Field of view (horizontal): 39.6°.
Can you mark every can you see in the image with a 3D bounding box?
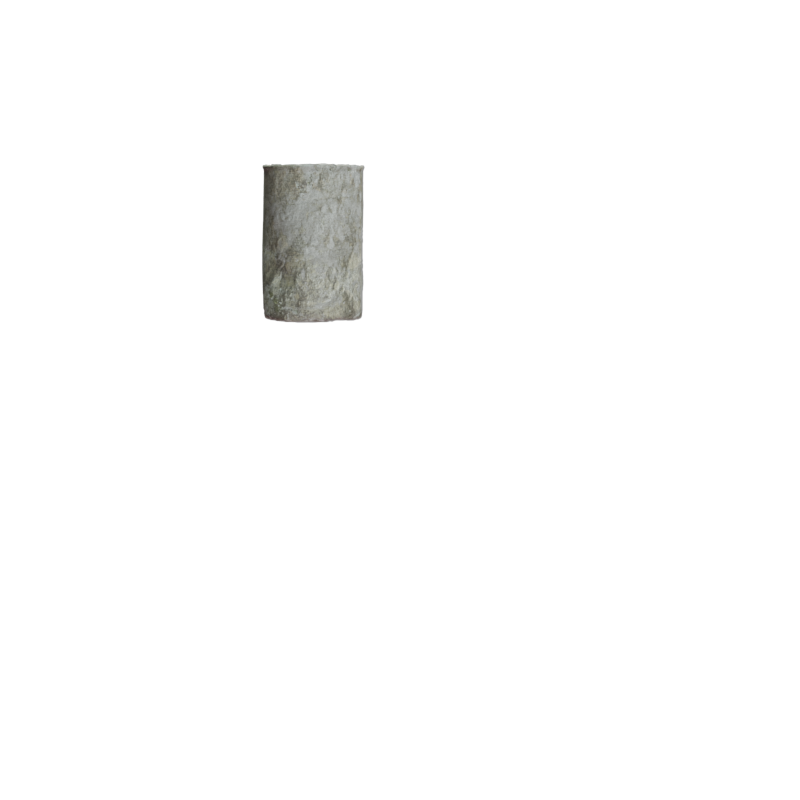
[{"bbox_3d":[-0.058,-0.105,0.738,0.068,0.102,0.069,0,4,-2],"label":"can"}]
